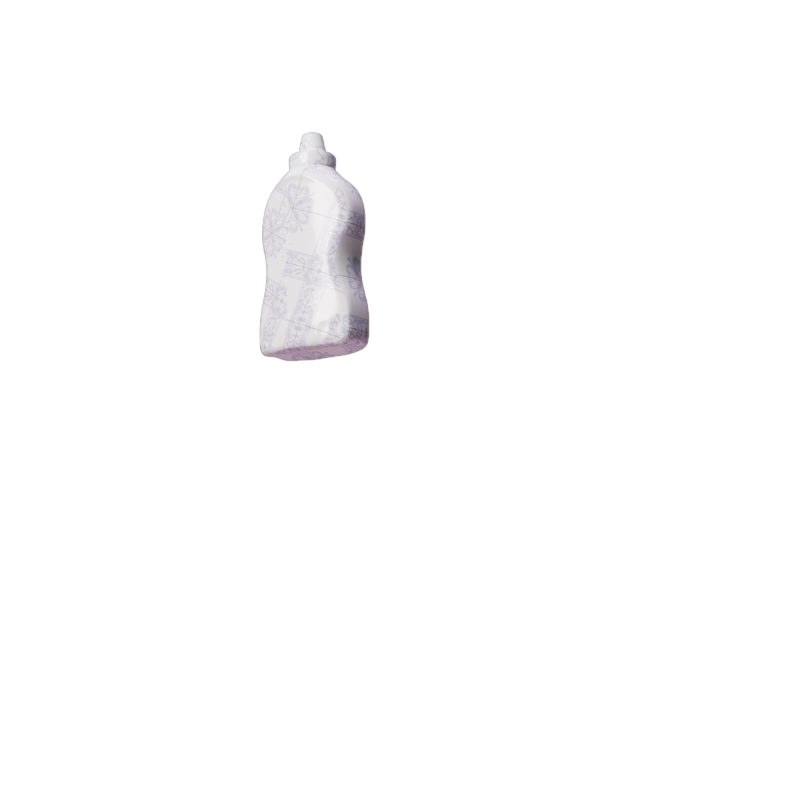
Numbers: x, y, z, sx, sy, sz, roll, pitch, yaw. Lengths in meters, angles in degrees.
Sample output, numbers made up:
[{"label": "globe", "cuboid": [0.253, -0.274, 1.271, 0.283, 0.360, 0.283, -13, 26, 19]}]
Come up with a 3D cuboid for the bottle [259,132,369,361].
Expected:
[{"label": "bottle", "cuboid": [-0.073, -0.133, 0.933, 0.098, 0.199, 0.055, -12, -19, 37]}]
